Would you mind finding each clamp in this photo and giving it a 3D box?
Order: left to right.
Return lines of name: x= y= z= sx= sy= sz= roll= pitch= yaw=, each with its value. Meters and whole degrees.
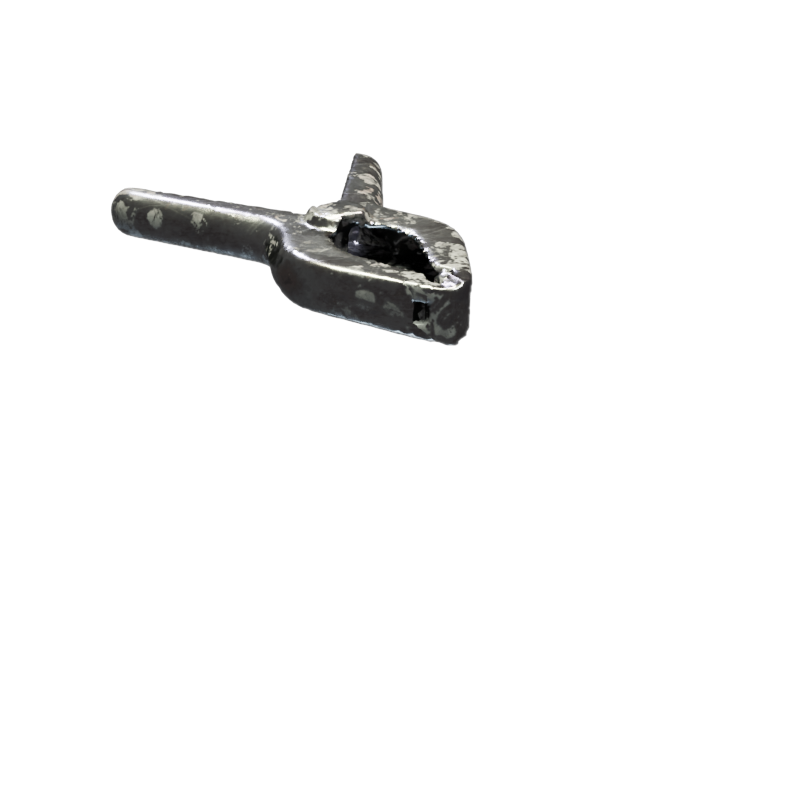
clamp: x=-0.043 y=-0.078 z=0.549 sx=0.161 sy=0.034 sz=0.225 roll=-13 pitch=30 yaw=-23
